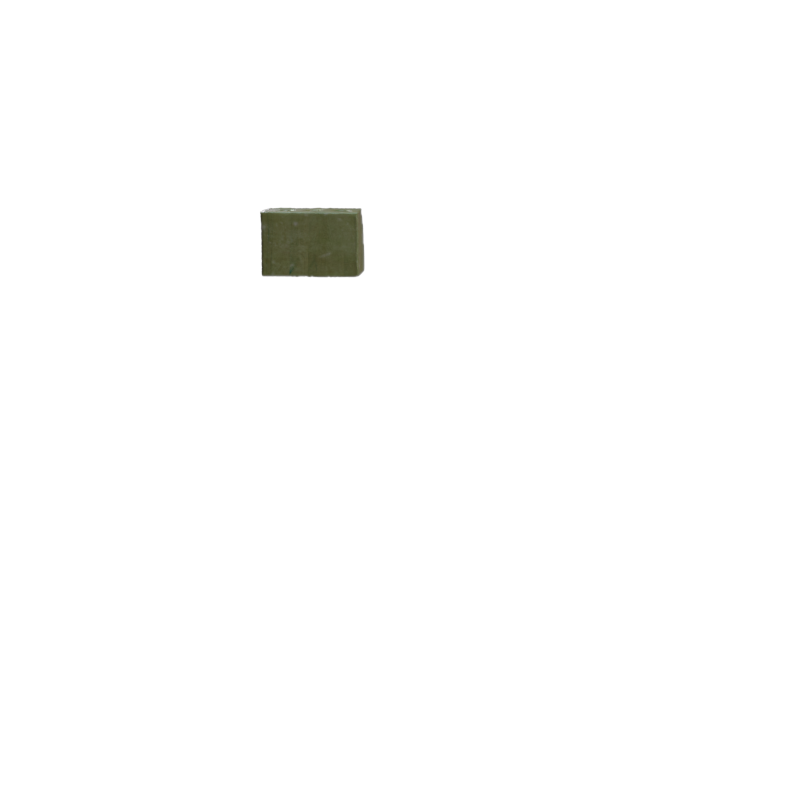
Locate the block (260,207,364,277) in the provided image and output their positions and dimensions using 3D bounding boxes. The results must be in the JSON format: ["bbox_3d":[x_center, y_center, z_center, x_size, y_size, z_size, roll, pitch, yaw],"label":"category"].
[{"bbox_3d":[-0.068,-0.124,0.872,0.078,0.050,0.053,1,9,4],"label":"block"}]
